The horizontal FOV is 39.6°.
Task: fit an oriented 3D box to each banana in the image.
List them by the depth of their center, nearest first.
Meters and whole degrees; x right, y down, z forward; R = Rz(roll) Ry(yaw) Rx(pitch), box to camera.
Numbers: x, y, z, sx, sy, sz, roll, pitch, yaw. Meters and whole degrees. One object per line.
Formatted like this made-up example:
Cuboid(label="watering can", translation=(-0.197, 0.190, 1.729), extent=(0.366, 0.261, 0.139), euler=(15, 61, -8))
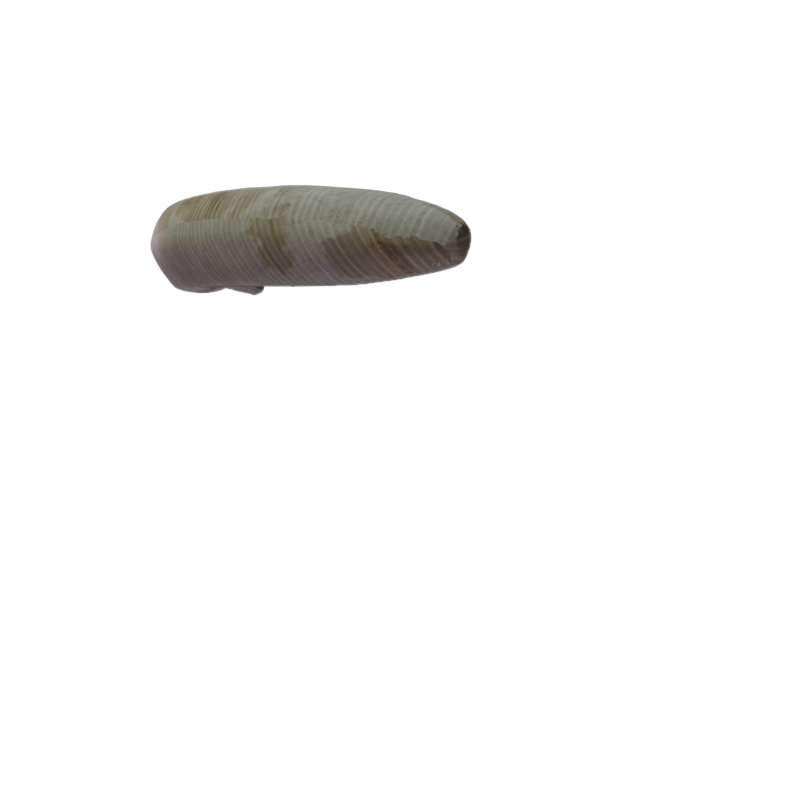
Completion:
Cuboid(label="banana", translation=(-0.051, -0.059, 0.414), extent=(0.067, 0.037, 0.204), euler=(-1, 4, -26))
